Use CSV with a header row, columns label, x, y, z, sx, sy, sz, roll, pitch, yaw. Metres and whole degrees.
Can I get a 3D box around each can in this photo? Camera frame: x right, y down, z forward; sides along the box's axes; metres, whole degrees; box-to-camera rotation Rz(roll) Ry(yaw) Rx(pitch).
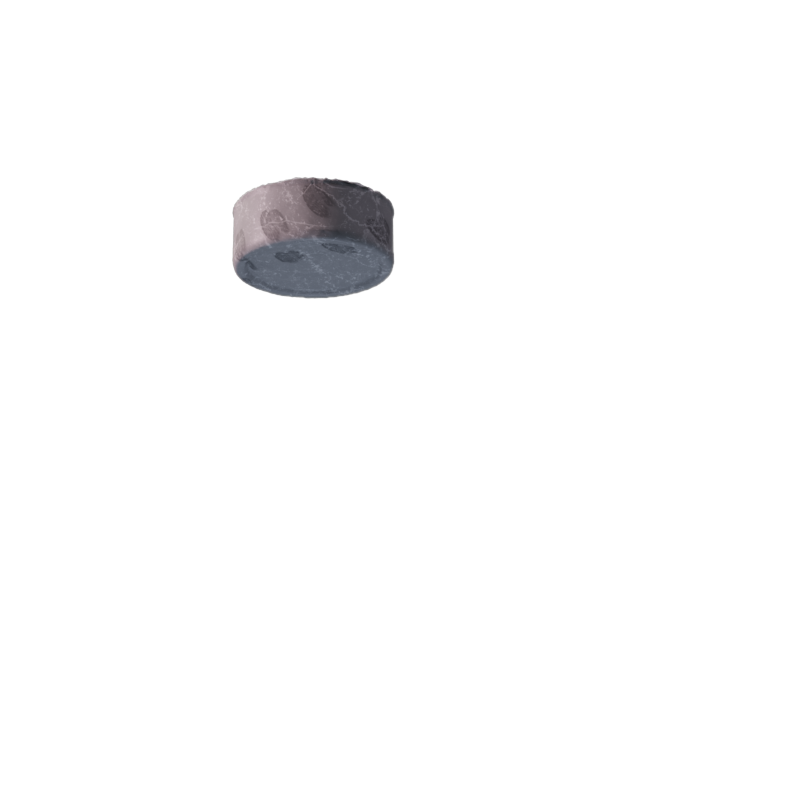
label,x,y,z,sx,sy,sz,roll,pitch,yaw
can,-0.046,-0.083,0.582,0.086,0.035,0.082,0,-18,-2
